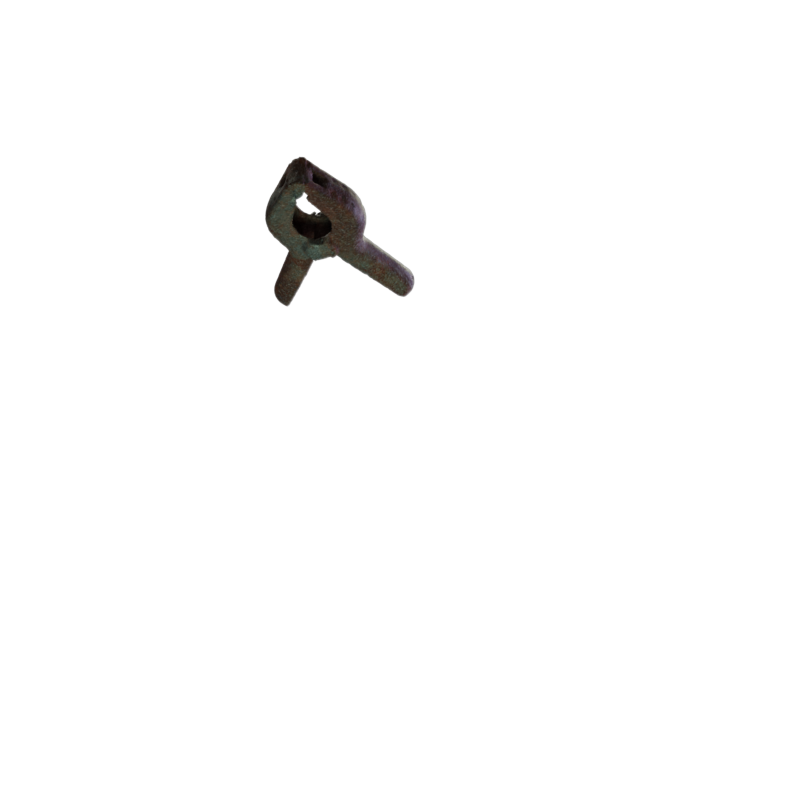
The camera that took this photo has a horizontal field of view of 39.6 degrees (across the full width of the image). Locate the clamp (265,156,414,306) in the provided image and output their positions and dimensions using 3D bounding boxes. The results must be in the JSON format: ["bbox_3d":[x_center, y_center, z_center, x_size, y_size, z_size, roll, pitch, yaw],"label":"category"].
[{"bbox_3d":[-0.070,-0.128,0.896,0.121,0.042,0.158,-14,-39,17],"label":"clamp"}]
